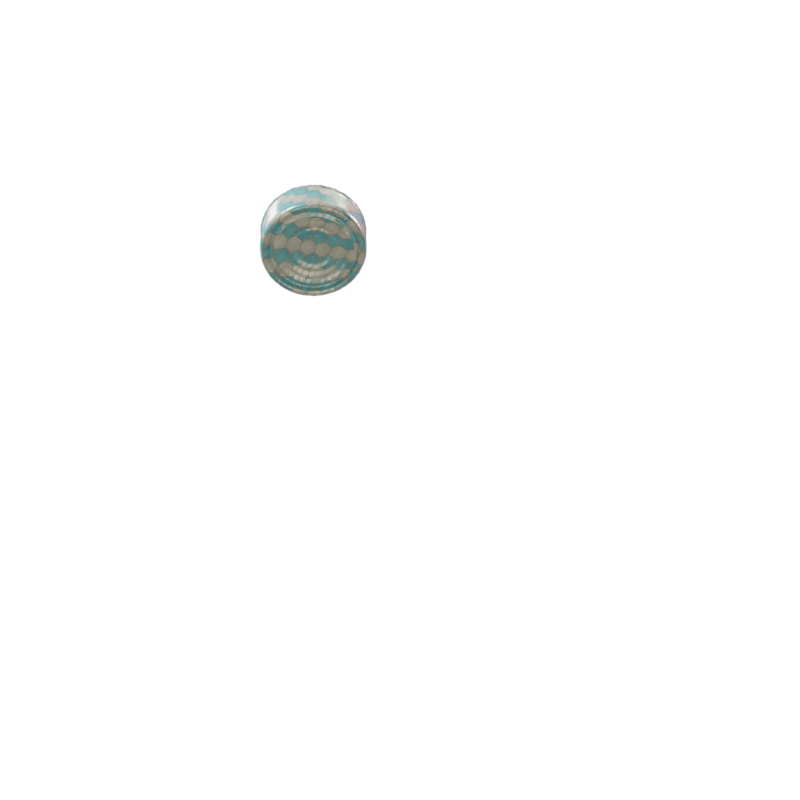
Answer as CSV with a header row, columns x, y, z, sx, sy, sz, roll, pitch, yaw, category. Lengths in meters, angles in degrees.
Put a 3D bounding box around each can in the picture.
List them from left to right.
x,y,z,sx,sy,sz,roll,pitch,yaw,category
-0.069,-0.126,0.883,0.086,0.081,0.036,1,31,-1,can
